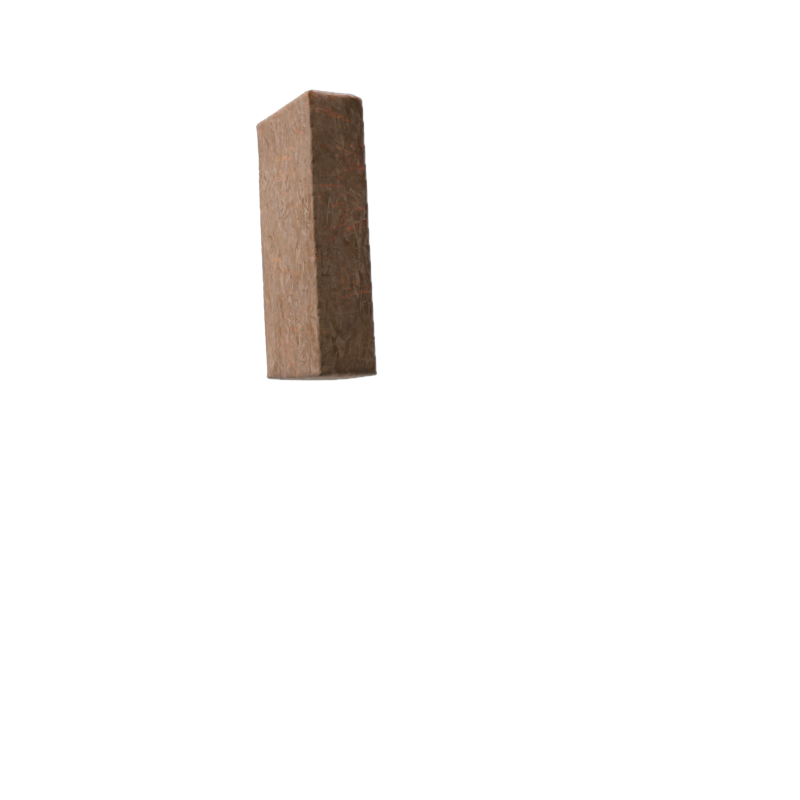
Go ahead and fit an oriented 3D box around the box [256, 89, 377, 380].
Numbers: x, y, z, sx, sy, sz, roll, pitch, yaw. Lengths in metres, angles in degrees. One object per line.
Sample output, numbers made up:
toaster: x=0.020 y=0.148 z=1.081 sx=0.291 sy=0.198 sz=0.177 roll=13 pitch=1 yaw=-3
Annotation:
box: x=-0.055 y=-0.102 z=0.713 sx=0.046 sy=0.180 sz=0.095 roll=3 pitch=-8 yaw=-27
